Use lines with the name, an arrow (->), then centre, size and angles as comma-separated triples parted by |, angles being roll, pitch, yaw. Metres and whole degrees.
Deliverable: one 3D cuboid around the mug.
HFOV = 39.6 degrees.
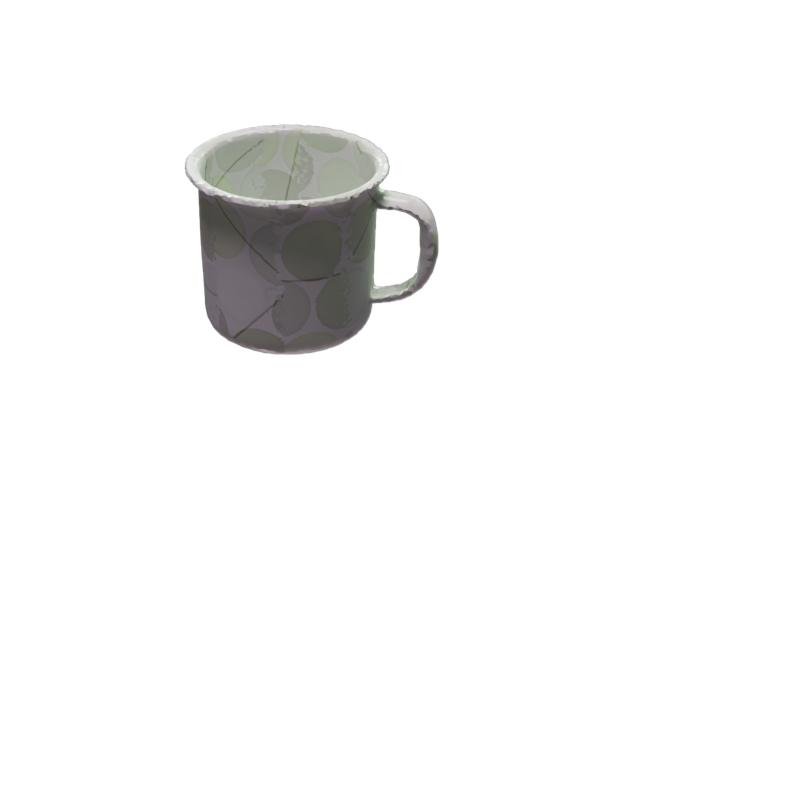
mug -> -0.041, -0.074, 0.520 | 0.118, 0.077, 0.098 | 4, 32, 5
